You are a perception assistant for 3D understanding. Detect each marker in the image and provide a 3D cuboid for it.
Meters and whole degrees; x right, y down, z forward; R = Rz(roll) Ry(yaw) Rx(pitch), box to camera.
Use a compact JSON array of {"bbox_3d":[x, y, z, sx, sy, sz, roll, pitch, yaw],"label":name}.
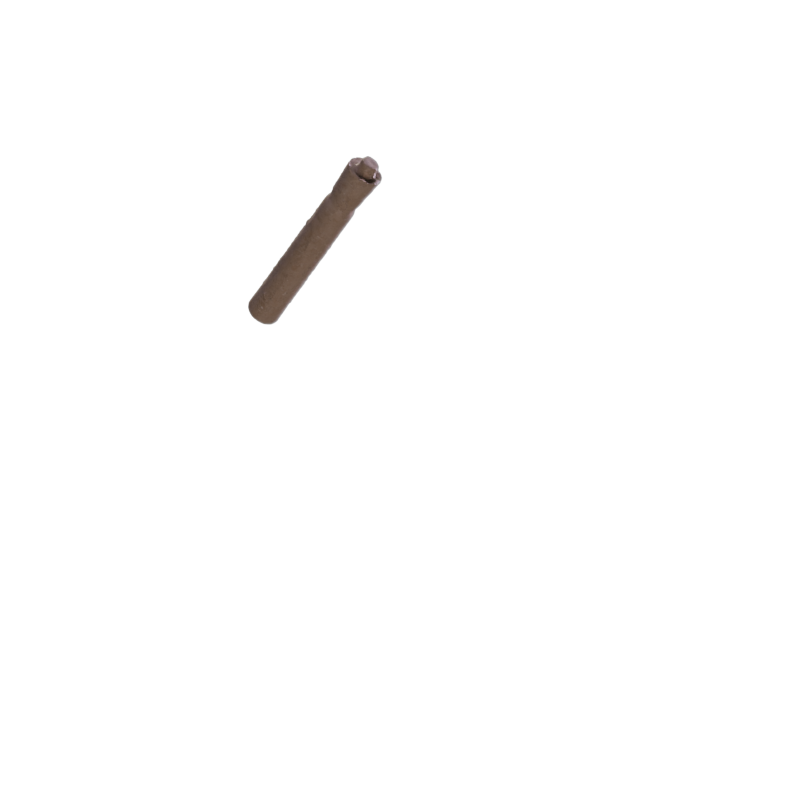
[{"bbox_3d":[-0.045,-0.082,0.576,0.019,0.021,0.117,-2,-34,-40],"label":"marker"}]
